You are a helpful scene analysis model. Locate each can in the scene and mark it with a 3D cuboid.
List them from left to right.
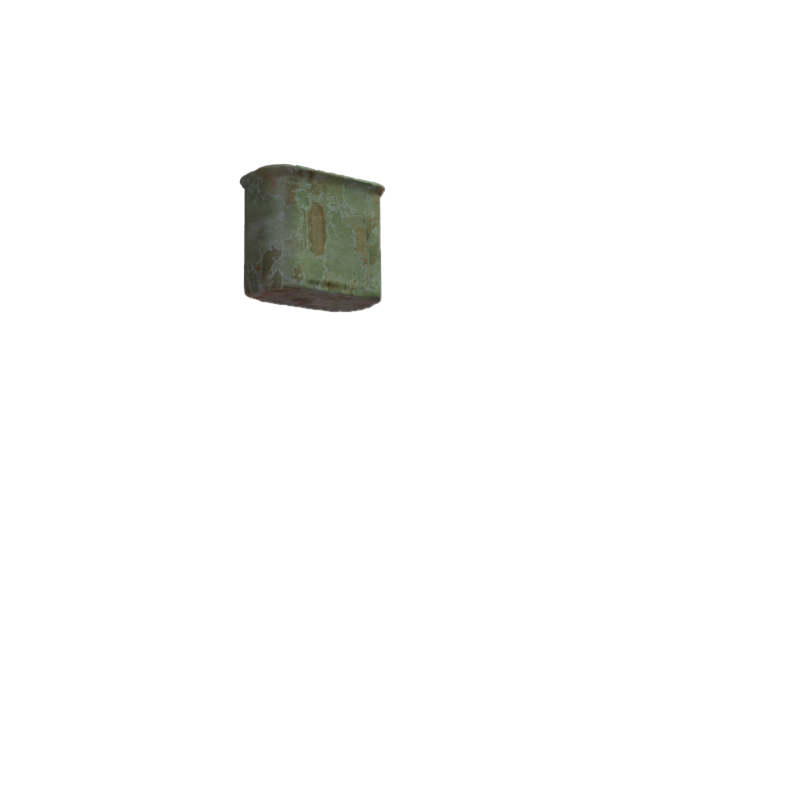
[{"bbox_3d":[-0.060,-0.109,0.761,0.097,0.086,0.058,7,-14,-37],"label":"can"}]
